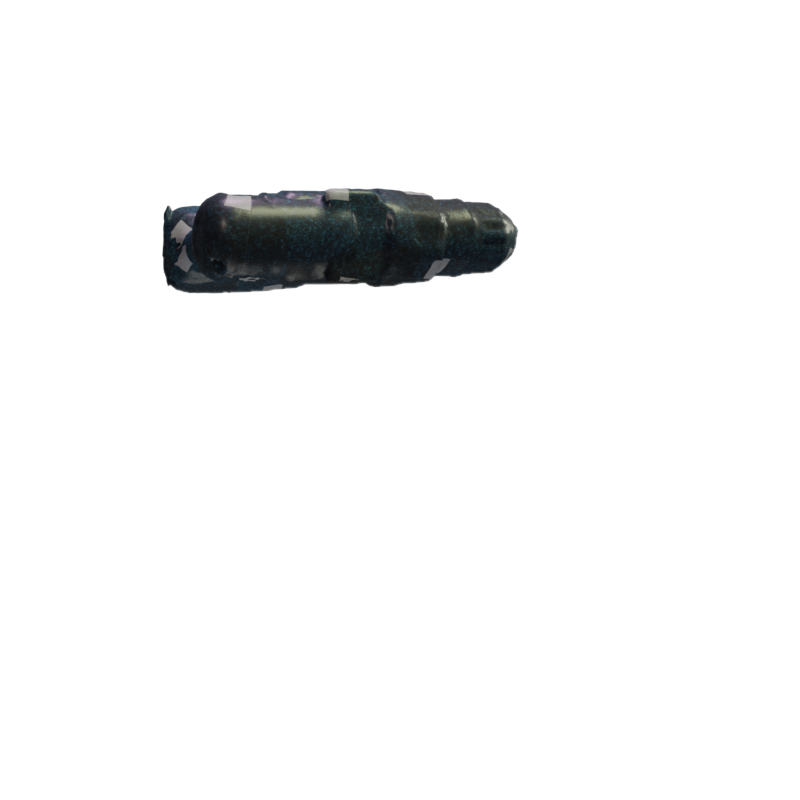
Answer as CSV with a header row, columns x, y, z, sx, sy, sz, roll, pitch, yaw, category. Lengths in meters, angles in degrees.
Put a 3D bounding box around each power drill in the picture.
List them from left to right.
x,y,z,sx,sy,sz,roll,pitch,yaw,category
-0.051,-0.093,0.651,0.179,0.057,0.193,-1,3,-25,power drill
